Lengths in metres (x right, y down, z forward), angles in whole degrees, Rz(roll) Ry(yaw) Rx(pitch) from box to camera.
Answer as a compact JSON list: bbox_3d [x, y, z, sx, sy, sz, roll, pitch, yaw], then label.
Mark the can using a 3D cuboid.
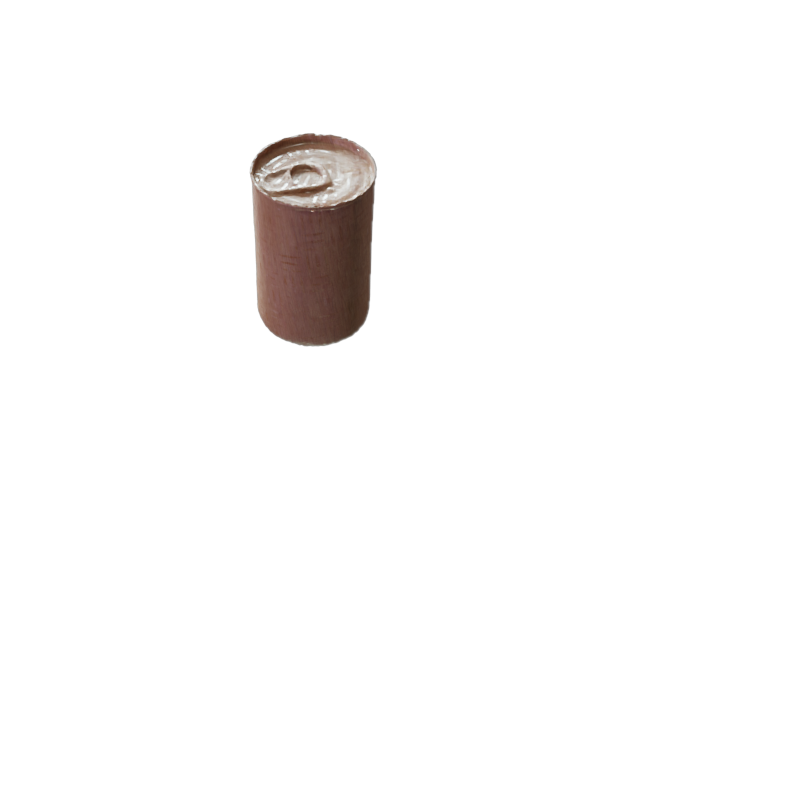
[{"bbox_3d":[-0.049,-0.089,0.623,0.068,0.095,0.074,0,43,-3],"label":"can"}]
